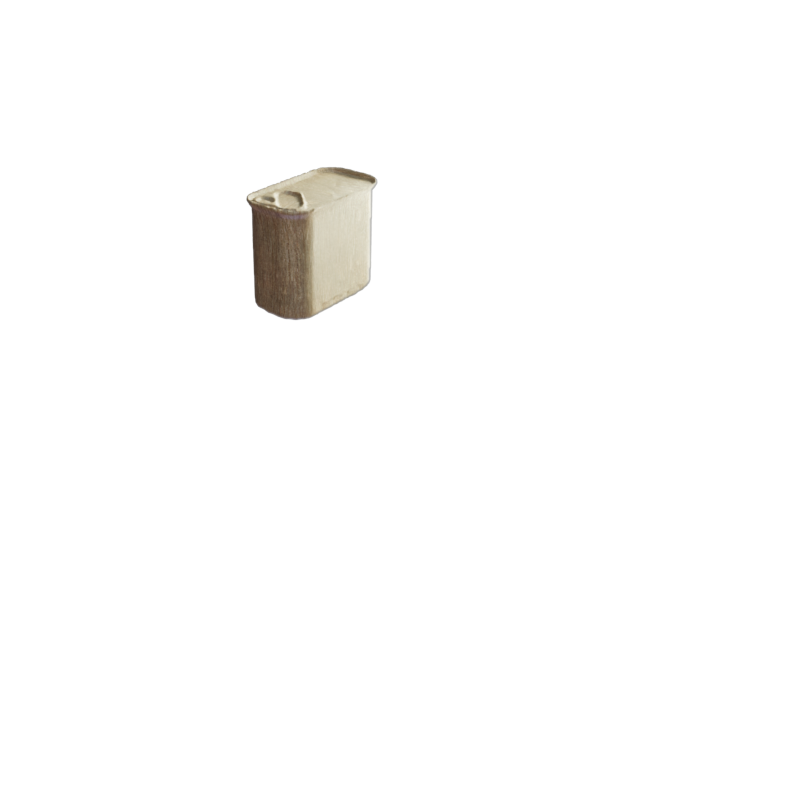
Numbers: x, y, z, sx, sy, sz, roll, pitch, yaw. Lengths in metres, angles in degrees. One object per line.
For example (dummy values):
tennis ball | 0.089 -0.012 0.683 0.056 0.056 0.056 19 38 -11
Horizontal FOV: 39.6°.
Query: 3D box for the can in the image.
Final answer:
can | -0.063 -0.116 0.809 0.061 0.080 0.102 18 31 32
